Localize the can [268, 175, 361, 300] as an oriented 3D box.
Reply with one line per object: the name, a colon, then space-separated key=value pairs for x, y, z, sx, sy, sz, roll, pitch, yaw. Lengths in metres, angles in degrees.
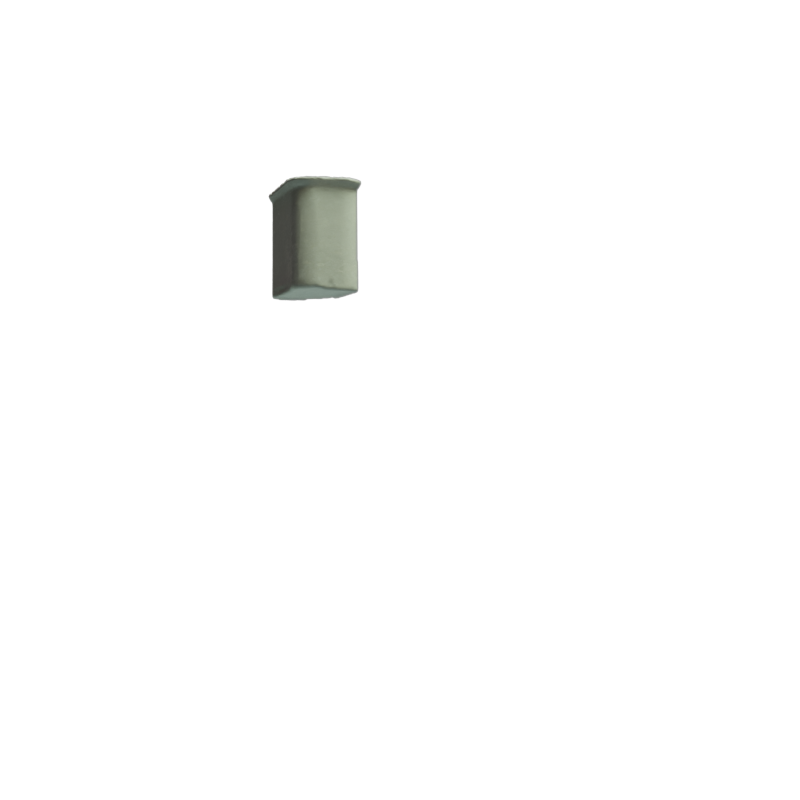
can: x=-0.067 y=-0.122 z=0.851 sx=0.056 sy=0.085 sz=0.103 roll=1 pitch=-3 yaw=-17
